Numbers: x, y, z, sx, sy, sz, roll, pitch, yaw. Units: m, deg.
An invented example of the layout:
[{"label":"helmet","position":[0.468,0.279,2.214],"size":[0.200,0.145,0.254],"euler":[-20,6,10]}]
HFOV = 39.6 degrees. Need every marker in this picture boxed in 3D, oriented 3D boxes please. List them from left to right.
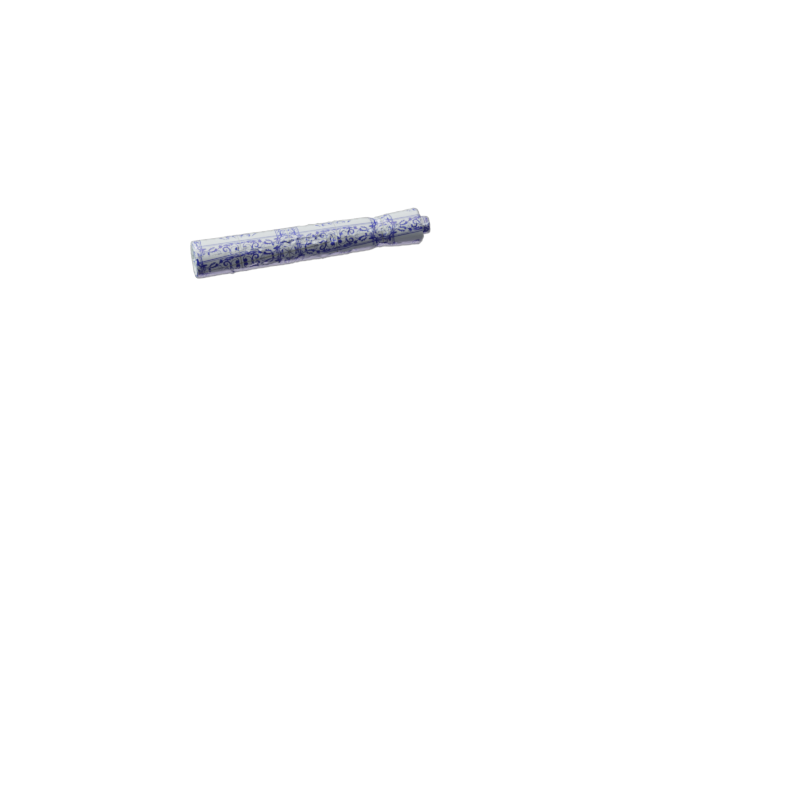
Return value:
[{"label":"marker","position":[-0.043,-0.079,0.552],"size":[0.120,0.020,0.020],"euler":[-10,7,-12]}]
